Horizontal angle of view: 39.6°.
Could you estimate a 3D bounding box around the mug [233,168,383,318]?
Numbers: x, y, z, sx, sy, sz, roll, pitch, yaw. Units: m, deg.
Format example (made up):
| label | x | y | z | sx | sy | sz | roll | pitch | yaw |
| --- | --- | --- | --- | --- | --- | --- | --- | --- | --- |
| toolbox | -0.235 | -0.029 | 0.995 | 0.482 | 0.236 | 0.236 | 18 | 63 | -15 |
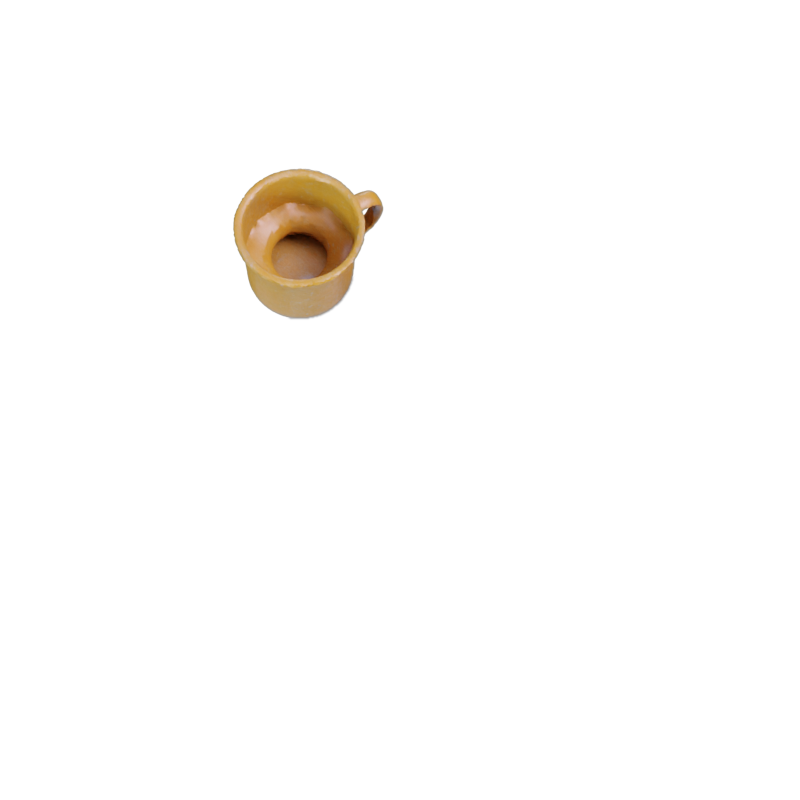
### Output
| label | x | y | z | sx | sy | sz | roll | pitch | yaw |
| --- | --- | --- | --- | --- | --- | --- | --- | --- | --- |
| mug | -0.064 | -0.117 | 0.818 | 0.117 | 0.098 | 0.077 | -33 | -17 | -14 |
